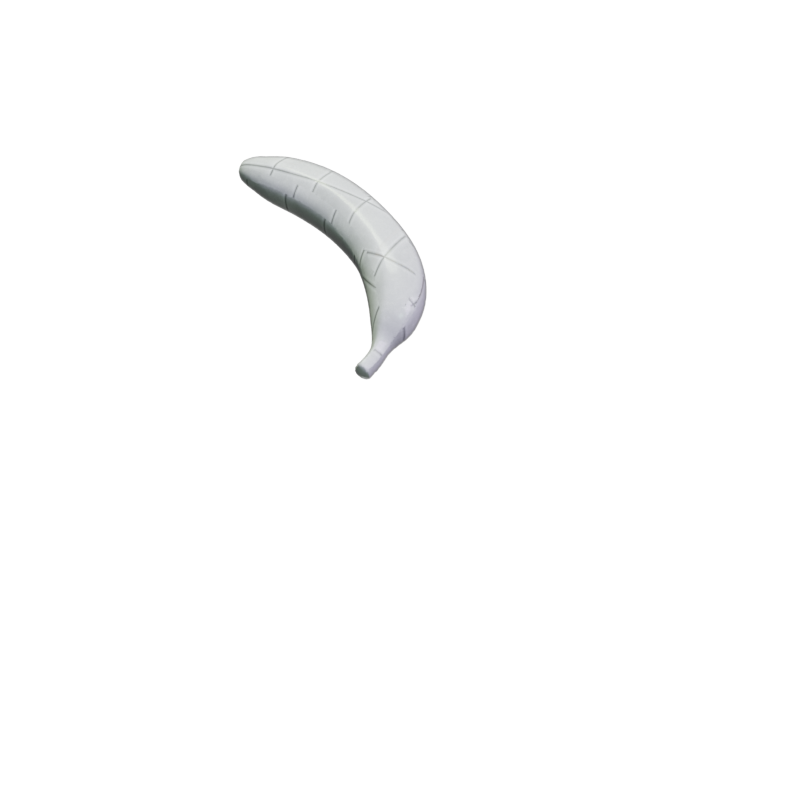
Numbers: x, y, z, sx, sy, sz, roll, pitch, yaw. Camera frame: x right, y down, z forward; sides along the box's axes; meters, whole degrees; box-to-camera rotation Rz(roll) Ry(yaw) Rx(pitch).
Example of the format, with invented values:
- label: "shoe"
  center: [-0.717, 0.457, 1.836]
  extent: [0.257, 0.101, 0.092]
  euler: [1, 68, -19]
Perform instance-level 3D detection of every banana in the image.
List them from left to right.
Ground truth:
- label: "banana"
  center: [-0.035, -0.100, 0.683]
  extent: [0.069, 0.034, 0.214]
  euler: [-18, 49, -17]
